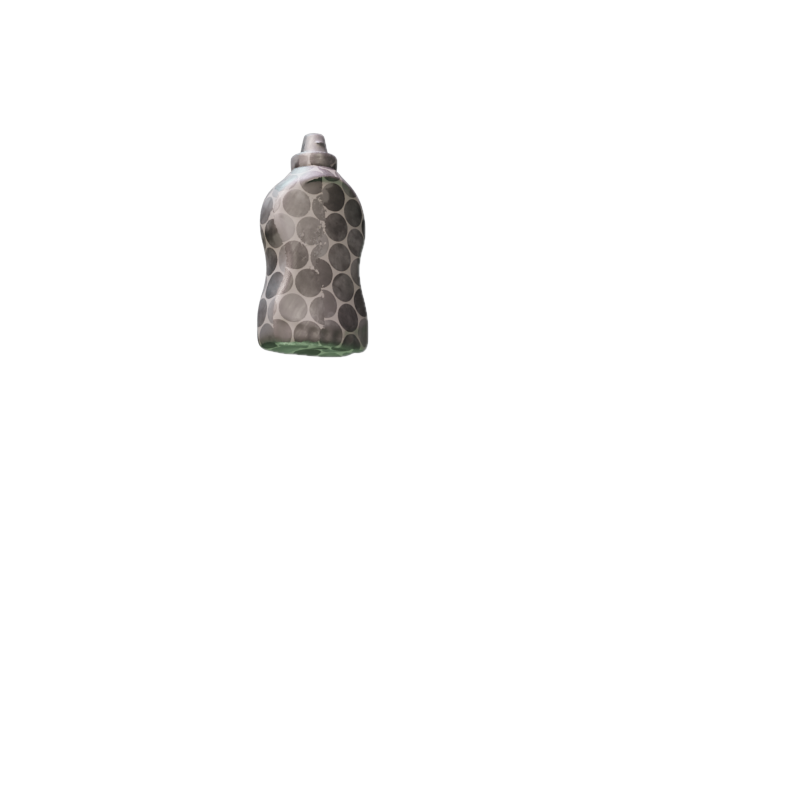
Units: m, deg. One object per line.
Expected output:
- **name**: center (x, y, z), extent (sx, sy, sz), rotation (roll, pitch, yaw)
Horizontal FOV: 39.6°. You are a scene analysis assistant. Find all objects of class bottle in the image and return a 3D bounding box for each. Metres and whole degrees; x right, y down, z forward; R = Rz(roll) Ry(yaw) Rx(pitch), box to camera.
- **bottle**: center (-0.074, -0.136, 0.954), extent (0.092, 0.198, 0.059), rotation (7, -15, -31)
